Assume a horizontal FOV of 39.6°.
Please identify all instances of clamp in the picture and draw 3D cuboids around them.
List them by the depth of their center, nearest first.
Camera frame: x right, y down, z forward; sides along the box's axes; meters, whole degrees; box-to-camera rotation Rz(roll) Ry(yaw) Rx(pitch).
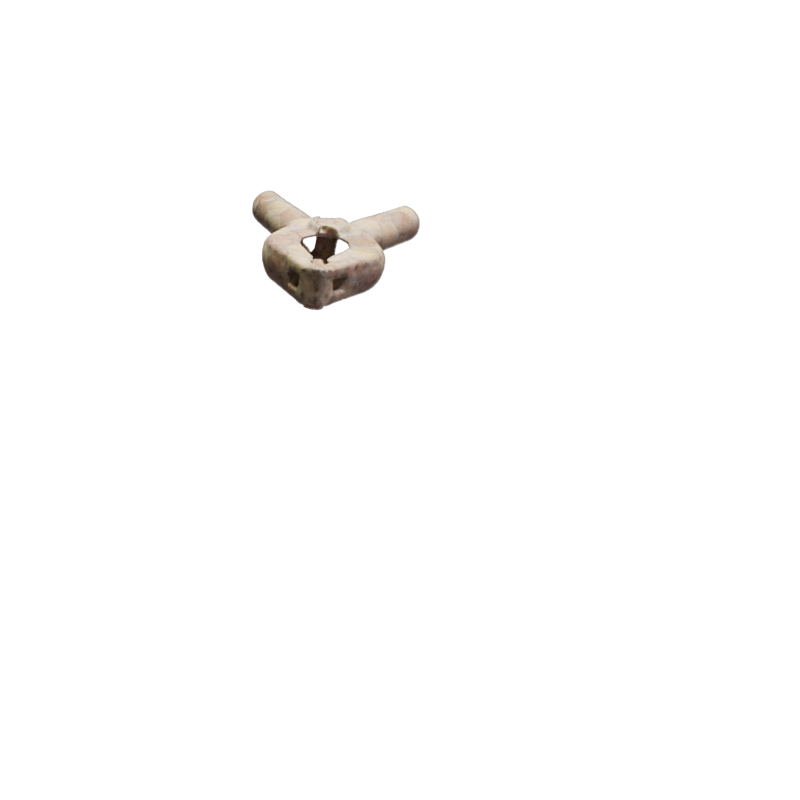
[{"bbox_3d":[-0.058,-0.106,0.741,0.122,0.038,0.176,4,22,11],"label":"clamp"}]
